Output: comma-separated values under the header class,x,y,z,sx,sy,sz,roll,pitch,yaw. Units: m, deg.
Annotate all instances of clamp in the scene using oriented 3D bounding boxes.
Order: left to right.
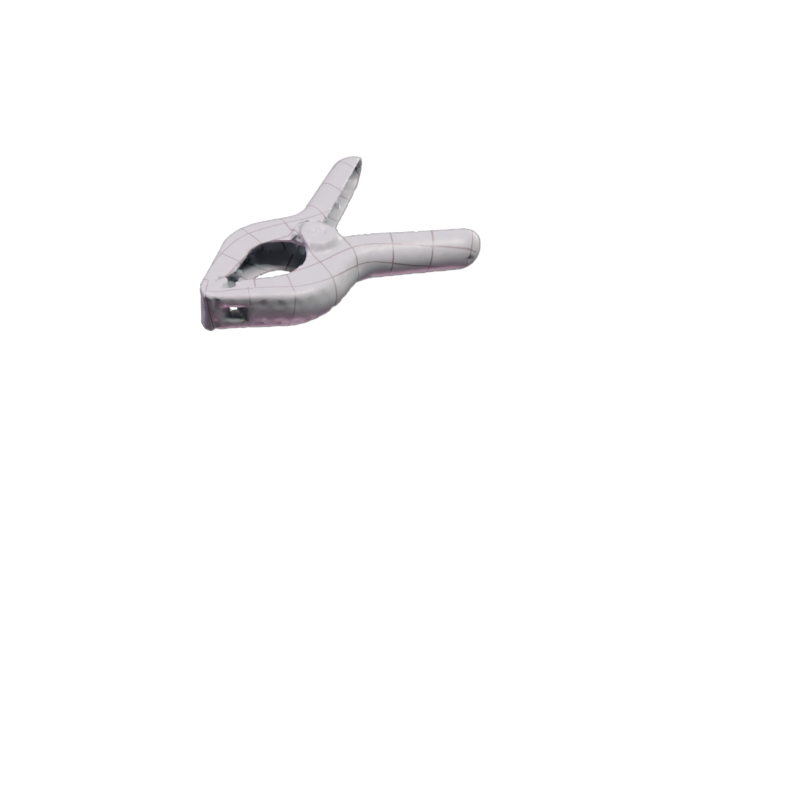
class,x,y,z,sx,sy,sz,roll,pitch,yaw
clamp,-0.052,-0.095,0.663,0.169,0.037,0.130,-21,42,-26
